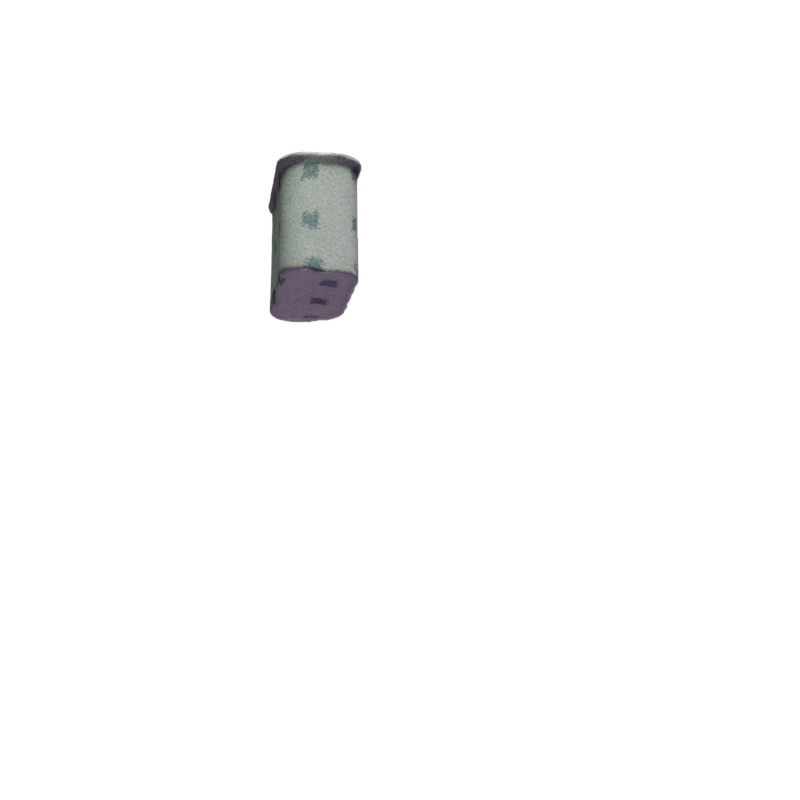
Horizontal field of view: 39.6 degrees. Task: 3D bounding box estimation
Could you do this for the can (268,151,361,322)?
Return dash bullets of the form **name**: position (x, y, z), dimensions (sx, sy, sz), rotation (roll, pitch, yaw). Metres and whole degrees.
- **can**: position (-0.059, -0.107, 0.752), dimensions (0.057, 0.088, 0.098), rotation (3, -19, -10)
